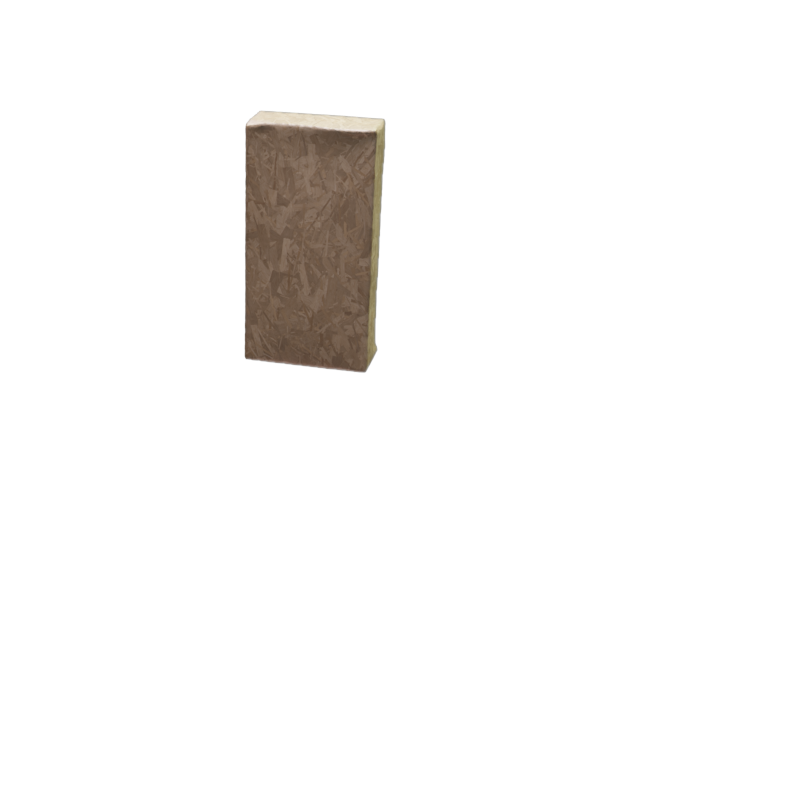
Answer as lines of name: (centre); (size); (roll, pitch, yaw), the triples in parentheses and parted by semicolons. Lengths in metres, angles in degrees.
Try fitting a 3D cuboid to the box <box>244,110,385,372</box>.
box: (-0.061, -0.111, 0.779); (0.095, 0.168, 0.049); (6, 22, 10)
